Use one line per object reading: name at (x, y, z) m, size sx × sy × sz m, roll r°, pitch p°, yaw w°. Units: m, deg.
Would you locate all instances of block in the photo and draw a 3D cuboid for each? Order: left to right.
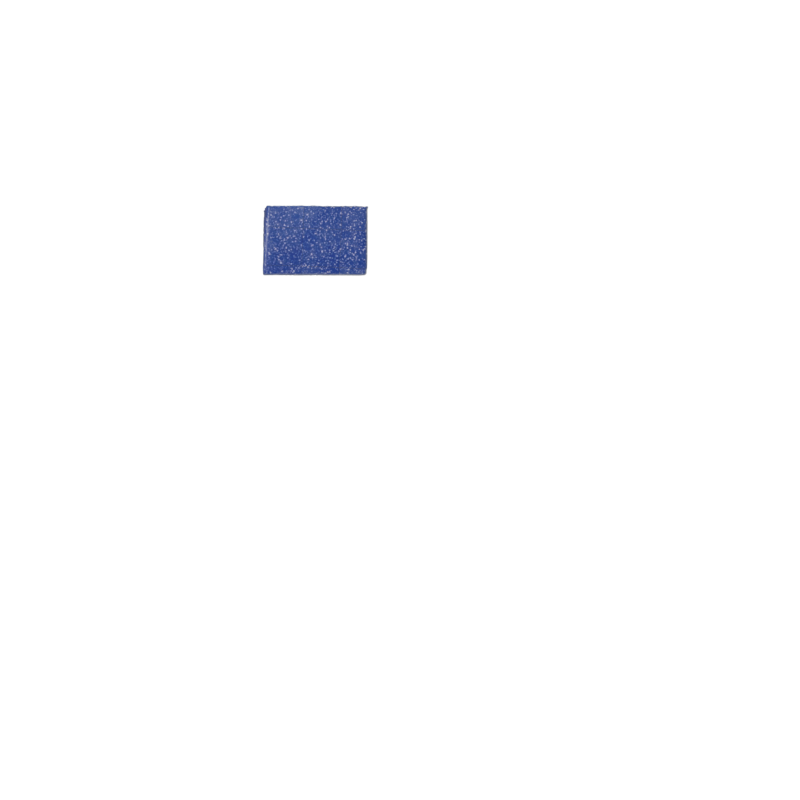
block at (-0.066, -0.120, 0.840) m, size 0.077 × 0.051 × 0.053 m, roll 0°, pitch 2°, yaw -6°
